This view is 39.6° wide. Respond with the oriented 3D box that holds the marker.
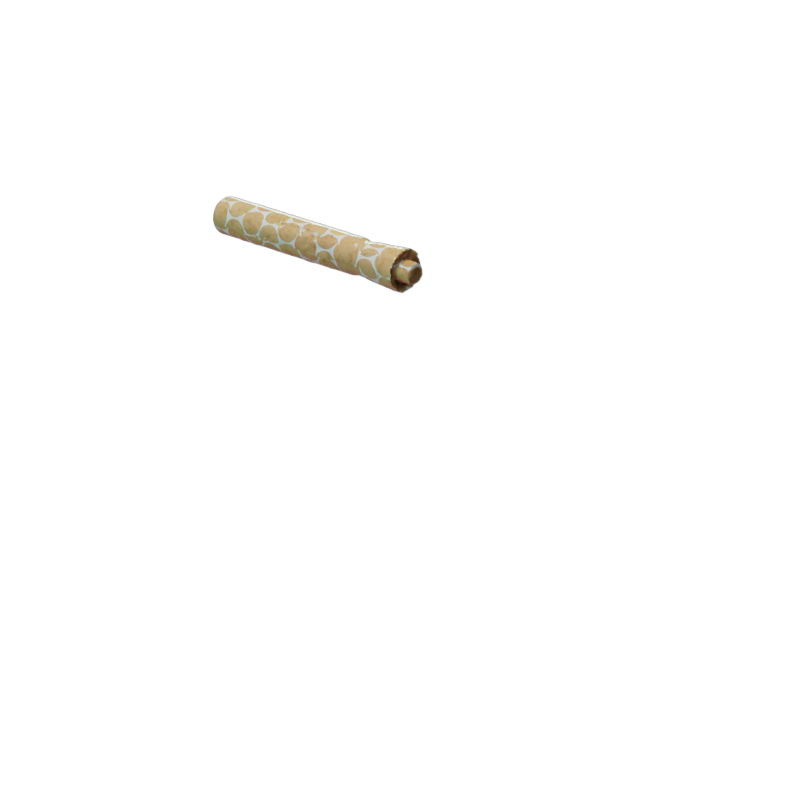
[{"bbox_3d":[-0.038,-0.070,0.489,0.019,0.019,0.128,-4,20,-46],"label":"marker"}]
